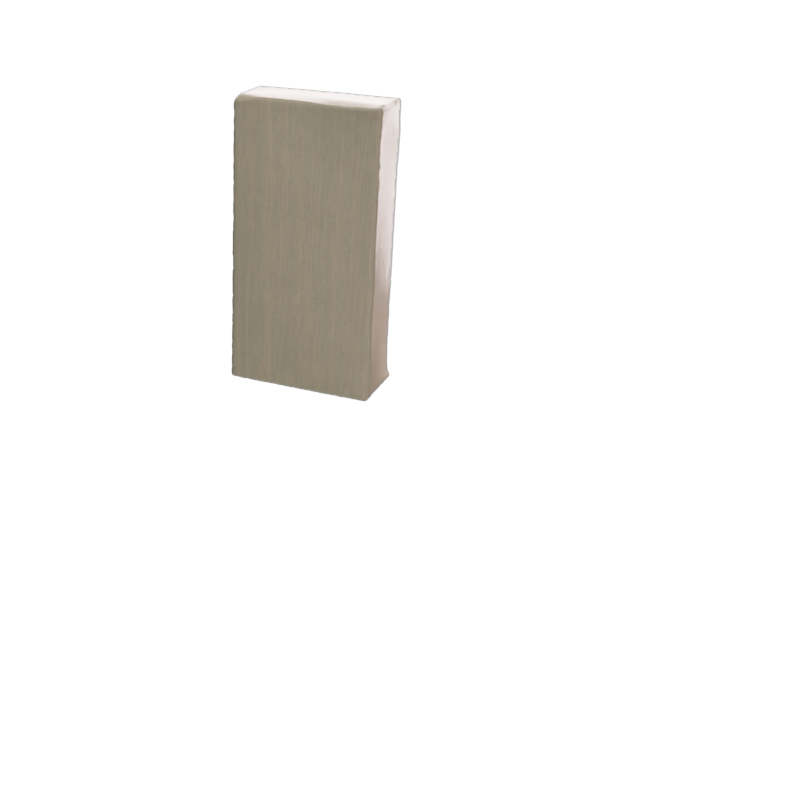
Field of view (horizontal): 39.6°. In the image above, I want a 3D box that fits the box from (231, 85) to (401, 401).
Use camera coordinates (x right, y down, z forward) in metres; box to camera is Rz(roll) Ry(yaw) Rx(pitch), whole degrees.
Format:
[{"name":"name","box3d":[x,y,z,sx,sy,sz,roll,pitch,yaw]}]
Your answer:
[{"name":"box","box3d":[-0.052,-0.094,0.660,0.096,0.169,0.049,9,21,19]}]
